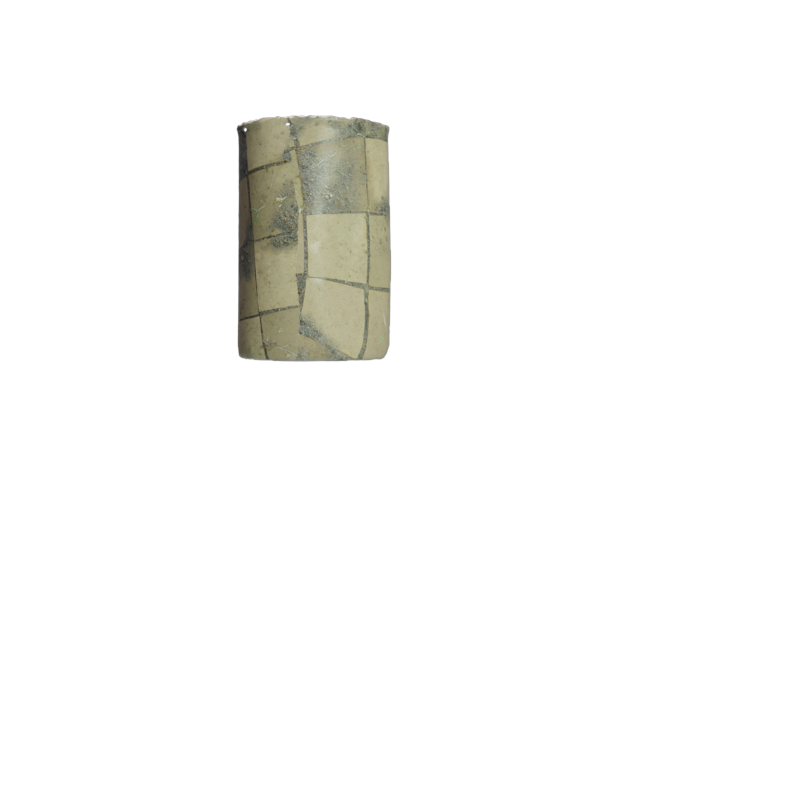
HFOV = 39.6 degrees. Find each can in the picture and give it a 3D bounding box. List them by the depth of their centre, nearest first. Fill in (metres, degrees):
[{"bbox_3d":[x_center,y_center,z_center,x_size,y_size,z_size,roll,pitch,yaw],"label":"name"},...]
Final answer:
[{"bbox_3d":[-0.038,-0.070,0.490,0.068,0.103,0.068,0,0,-2],"label":"can"}]
